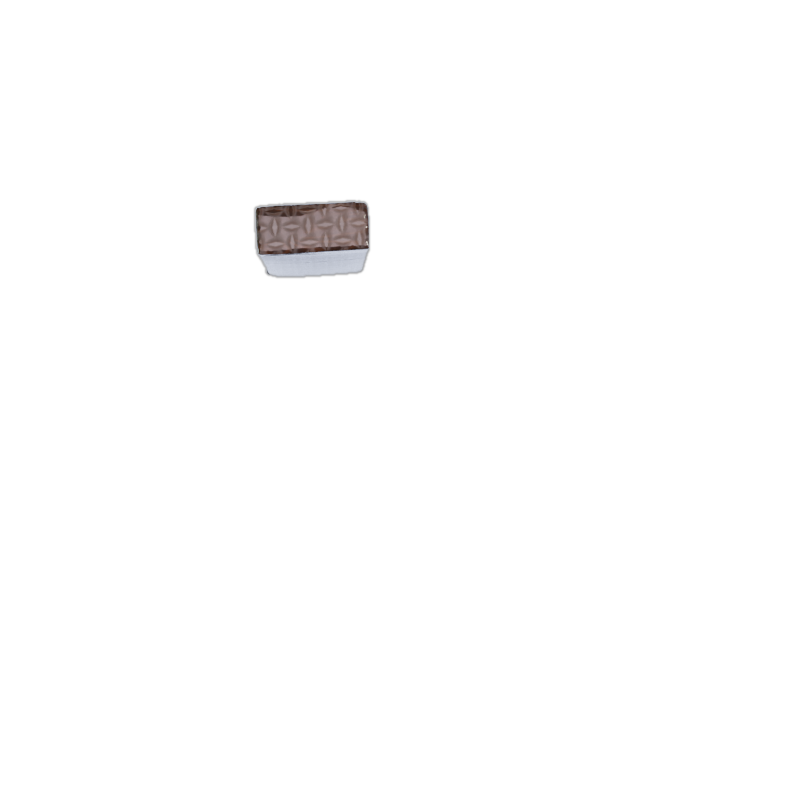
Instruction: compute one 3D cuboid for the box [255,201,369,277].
[{"bbox_3d":[-0.076,-0.139,0.971,0.093,0.049,0.174,-3,-2,-4],"label":"box"}]
